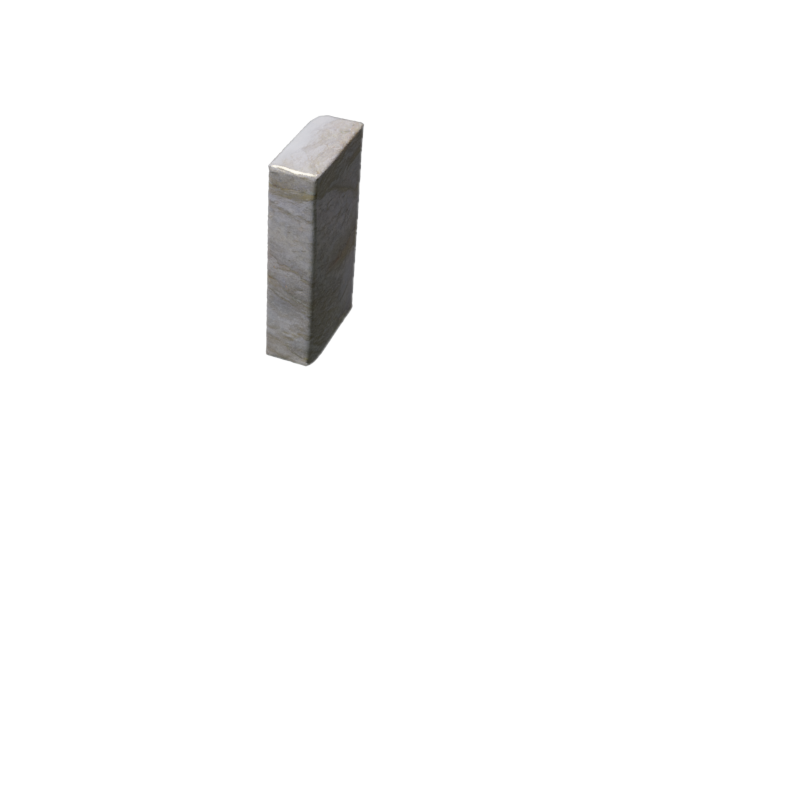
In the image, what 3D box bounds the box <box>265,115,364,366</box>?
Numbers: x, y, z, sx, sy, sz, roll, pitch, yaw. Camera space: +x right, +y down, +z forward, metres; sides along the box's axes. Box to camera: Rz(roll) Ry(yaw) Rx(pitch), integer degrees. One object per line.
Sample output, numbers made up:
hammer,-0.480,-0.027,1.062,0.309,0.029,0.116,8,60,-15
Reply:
box,-0.067,-0.122,0.857,0.049,0.165,0.097,14,37,15
